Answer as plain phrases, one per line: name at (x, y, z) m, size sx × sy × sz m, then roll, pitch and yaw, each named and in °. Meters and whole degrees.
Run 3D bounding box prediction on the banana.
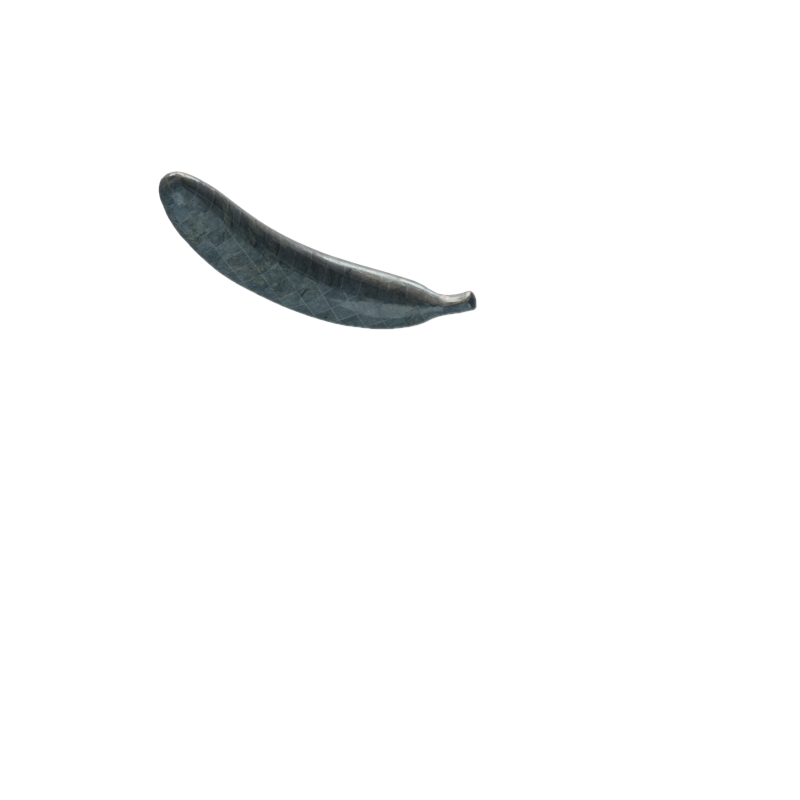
banana at (-0.055, -0.078, 0.627) m, size 0.189 × 0.039 × 0.068 m, roll 18°, pitch -38°, yaw -25°
